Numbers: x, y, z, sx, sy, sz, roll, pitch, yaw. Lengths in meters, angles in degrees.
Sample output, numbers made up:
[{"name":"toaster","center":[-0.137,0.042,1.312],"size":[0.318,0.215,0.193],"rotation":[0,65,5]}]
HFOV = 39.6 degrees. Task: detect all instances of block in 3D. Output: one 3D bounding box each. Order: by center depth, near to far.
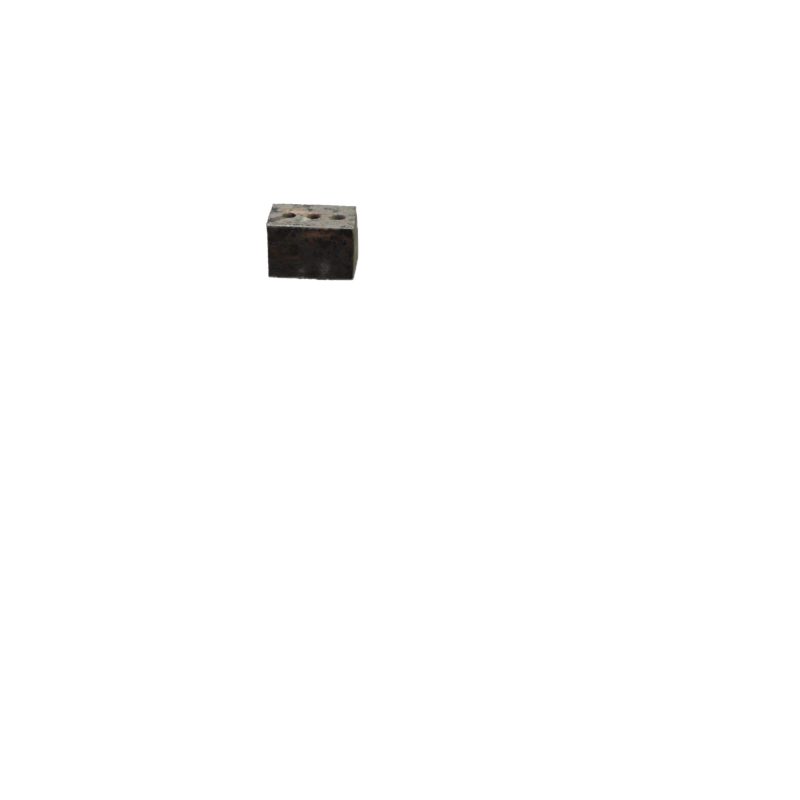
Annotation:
[{"name":"block","center":[-0.077,-0.140,0.977],"size":[0.078,0.049,0.055],"rotation":[2,27,3]}]
